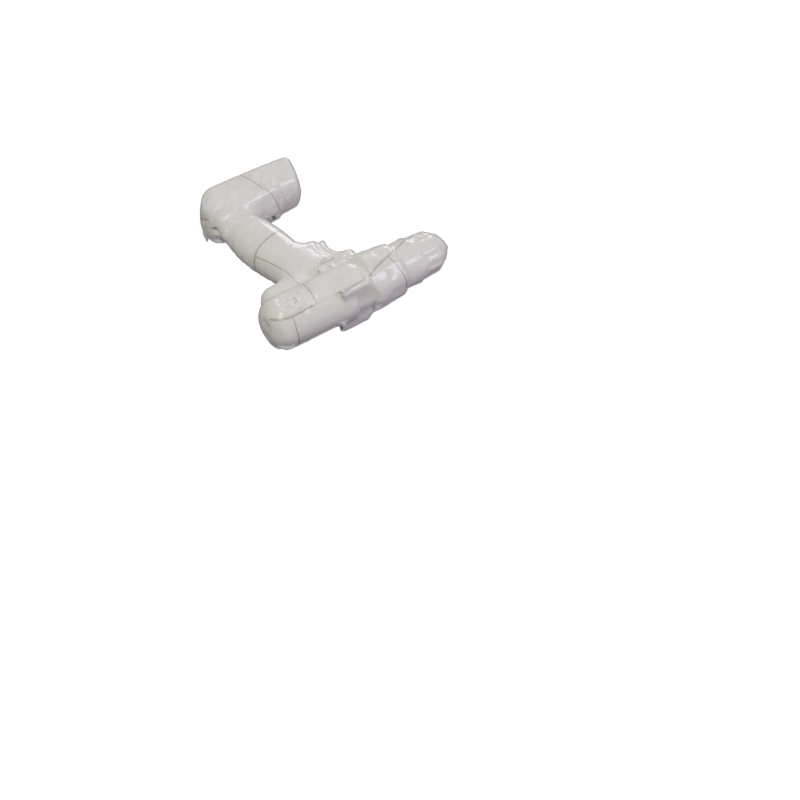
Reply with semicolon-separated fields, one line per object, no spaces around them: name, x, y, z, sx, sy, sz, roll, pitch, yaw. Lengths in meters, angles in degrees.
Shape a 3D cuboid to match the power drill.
power drill;-0.077;-0.141;0.985;0.184;0.053;0.202;-27;51;-25
